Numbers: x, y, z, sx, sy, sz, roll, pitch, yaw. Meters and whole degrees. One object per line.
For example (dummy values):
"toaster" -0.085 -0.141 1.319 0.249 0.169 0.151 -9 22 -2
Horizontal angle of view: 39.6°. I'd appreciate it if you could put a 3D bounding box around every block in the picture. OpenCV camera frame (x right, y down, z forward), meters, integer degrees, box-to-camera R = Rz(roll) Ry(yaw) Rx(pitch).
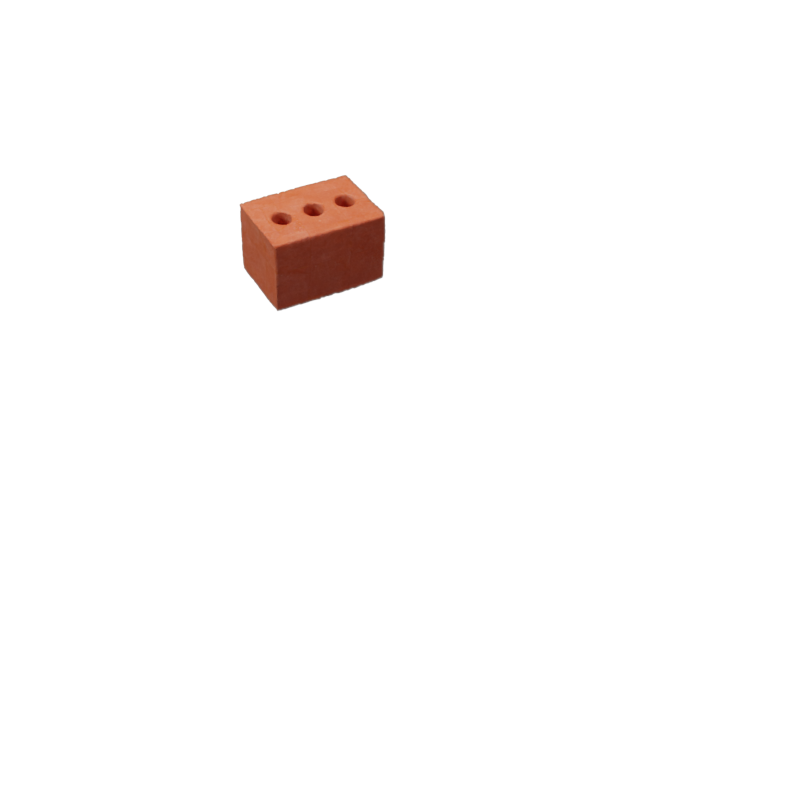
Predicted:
"block" -0.055 -0.099 0.696 0.077 0.048 0.057 -19 44 -23
